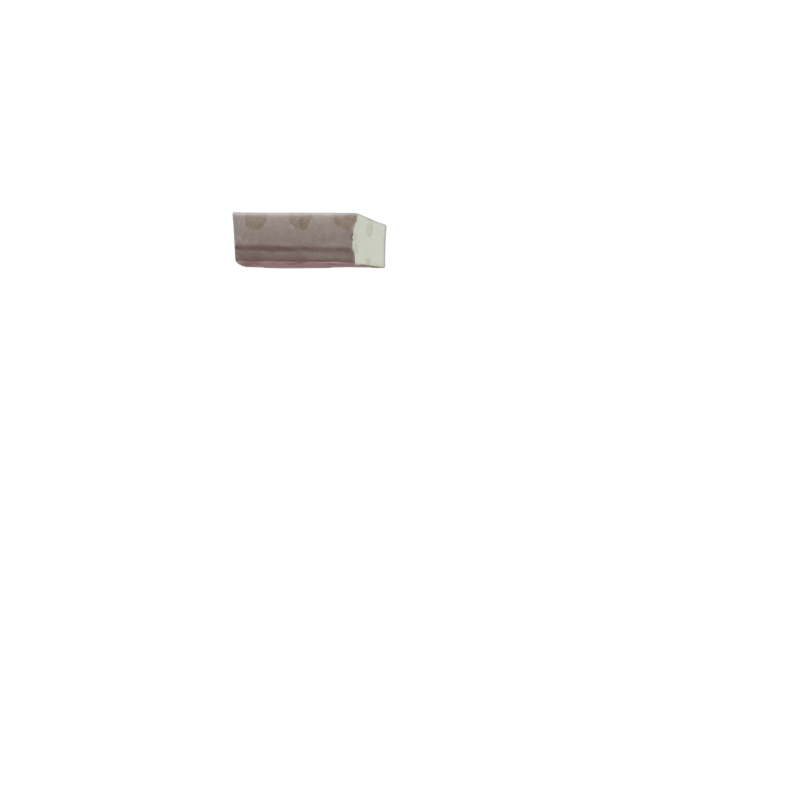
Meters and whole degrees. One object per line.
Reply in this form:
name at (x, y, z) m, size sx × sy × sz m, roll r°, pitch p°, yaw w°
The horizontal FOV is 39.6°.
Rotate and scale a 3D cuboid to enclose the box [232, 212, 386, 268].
box at (-0.063, -0.115, 0.803) m, size 0.091 × 0.039 × 0.112 m, roll 1°, pitch 6°, yaw 11°
